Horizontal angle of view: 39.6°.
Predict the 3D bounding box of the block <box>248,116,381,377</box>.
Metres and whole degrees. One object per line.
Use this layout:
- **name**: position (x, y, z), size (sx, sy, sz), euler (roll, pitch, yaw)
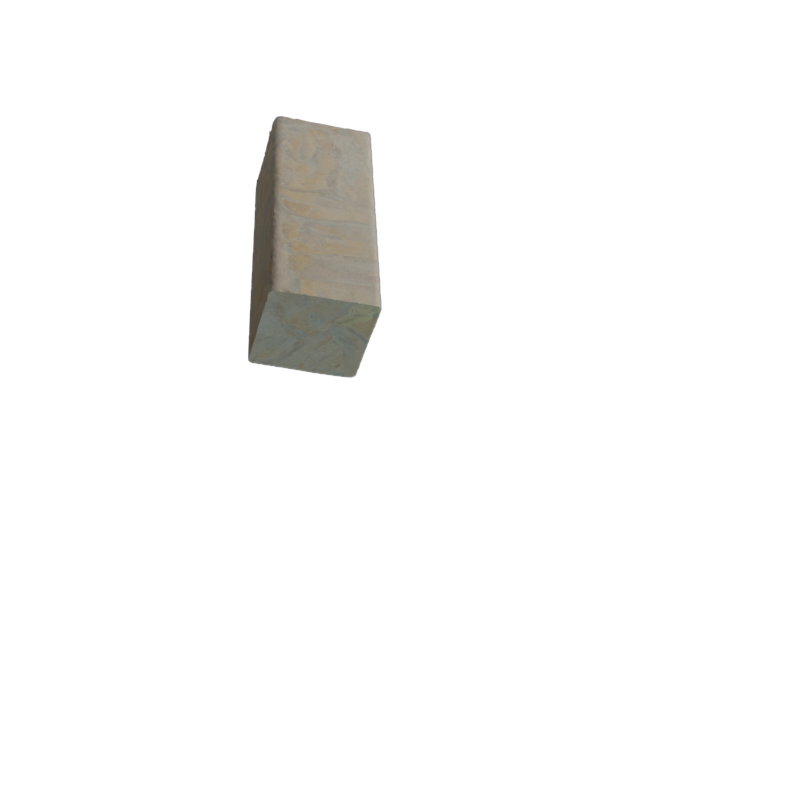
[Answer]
- **block**: position (-0.073, -0.132, 0.925), size (0.088, 0.221, 0.086), euler (8, -42, -13)
